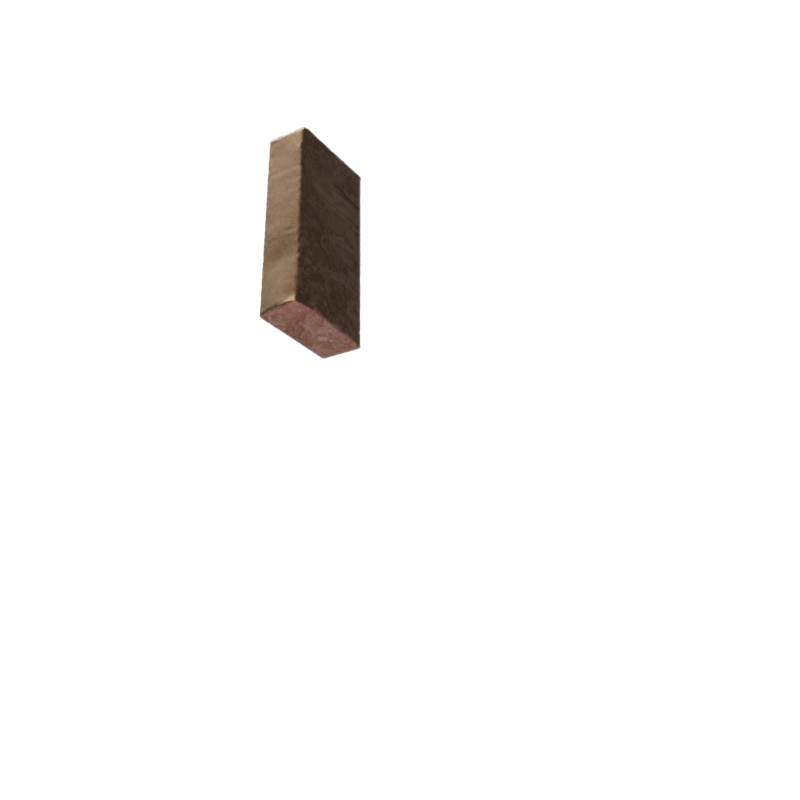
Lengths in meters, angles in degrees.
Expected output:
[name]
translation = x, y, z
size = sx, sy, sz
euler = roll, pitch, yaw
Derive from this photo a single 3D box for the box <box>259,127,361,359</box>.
[box]
translation = -0.074, -0.135, 0.945
size = 0.048, 0.188, 0.087
euler = -21, -36, 27
